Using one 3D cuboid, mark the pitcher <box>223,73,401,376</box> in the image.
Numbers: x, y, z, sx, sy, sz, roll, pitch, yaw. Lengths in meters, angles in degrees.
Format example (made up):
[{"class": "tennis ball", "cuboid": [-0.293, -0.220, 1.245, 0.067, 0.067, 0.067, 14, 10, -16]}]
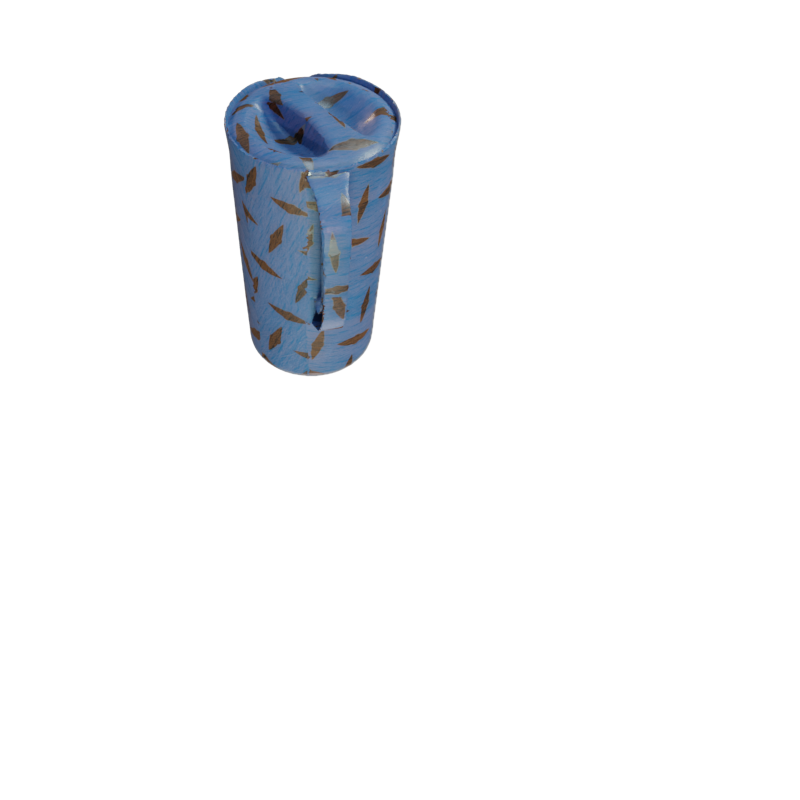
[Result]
[{"class": "pitcher", "cuboid": [-0.070, -0.128, 0.898, 0.152, 0.226, 0.153, 25, 49, 21]}]
